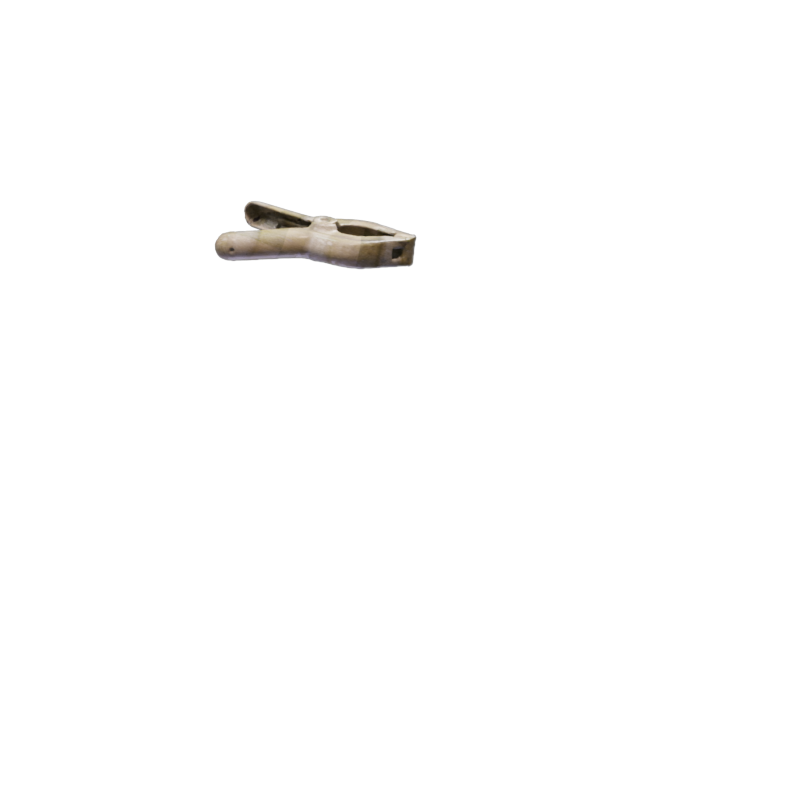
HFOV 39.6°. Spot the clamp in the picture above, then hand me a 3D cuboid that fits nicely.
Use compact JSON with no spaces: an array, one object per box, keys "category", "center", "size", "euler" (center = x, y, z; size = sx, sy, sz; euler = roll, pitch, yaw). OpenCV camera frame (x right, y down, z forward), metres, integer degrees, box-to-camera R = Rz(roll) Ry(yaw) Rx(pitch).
[{"category":"clamp","center":[-0.076,-0.138,0.969],"size":[0.176,0.037,0.124],"euler":[9,31,15]}]
